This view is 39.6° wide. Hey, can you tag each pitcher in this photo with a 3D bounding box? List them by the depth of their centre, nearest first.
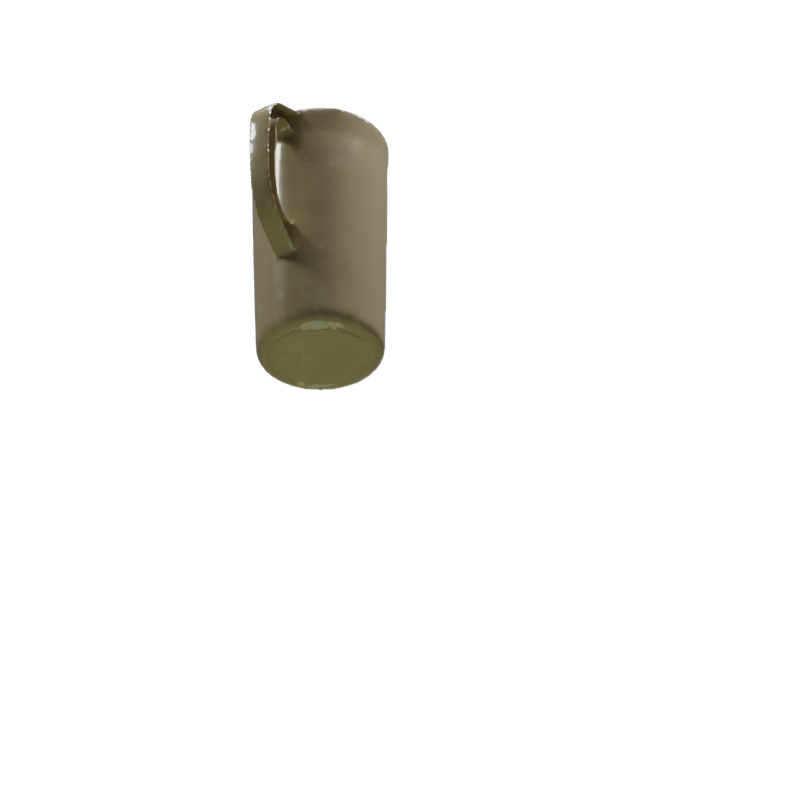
[{"bbox_3d":[-0.077,-0.141,0.988,0.146,0.261,0.138,9,-39,-15],"label":"pitcher"}]
